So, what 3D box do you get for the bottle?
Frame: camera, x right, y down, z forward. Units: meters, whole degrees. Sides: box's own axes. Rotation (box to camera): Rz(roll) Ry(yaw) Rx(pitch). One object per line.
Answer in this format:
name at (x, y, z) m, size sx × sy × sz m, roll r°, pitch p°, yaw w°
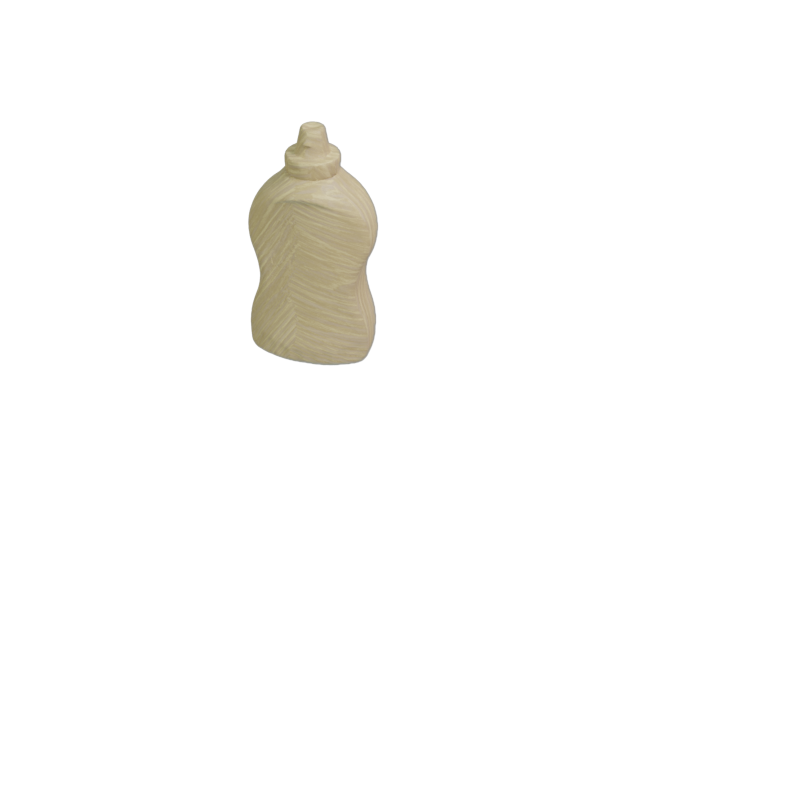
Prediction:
bottle at (-0.065, -0.119, 0.833) m, size 0.098 × 0.180 × 0.061 m, roll 11°, pitch 34°, yaw 12°
